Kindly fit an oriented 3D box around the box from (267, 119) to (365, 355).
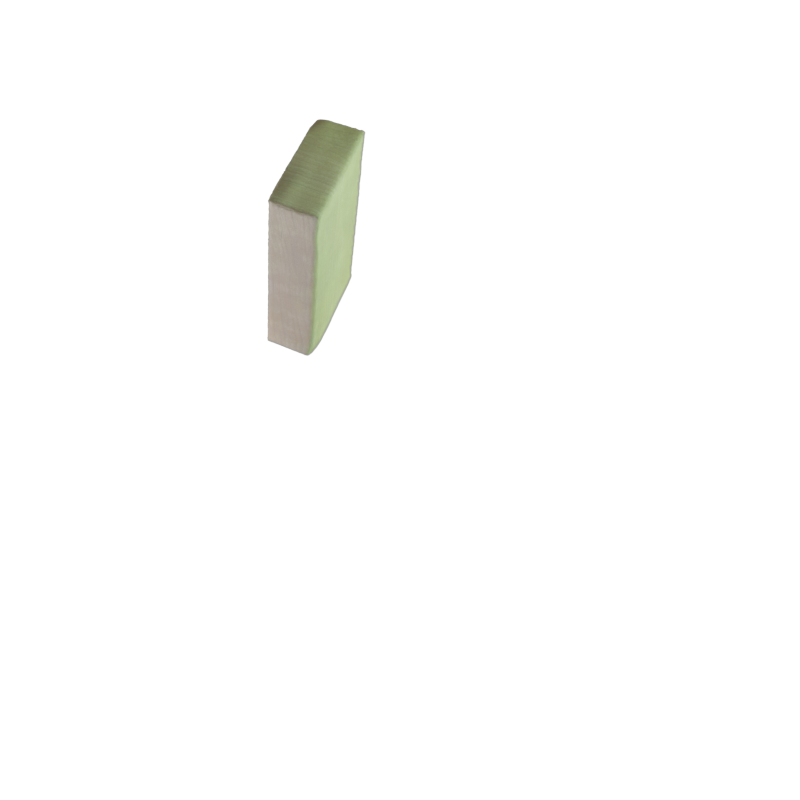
[{"bbox_3d":[-0.067,-0.121,0.847,0.049,0.098,0.165,18,-34,8],"label":"box"}]
